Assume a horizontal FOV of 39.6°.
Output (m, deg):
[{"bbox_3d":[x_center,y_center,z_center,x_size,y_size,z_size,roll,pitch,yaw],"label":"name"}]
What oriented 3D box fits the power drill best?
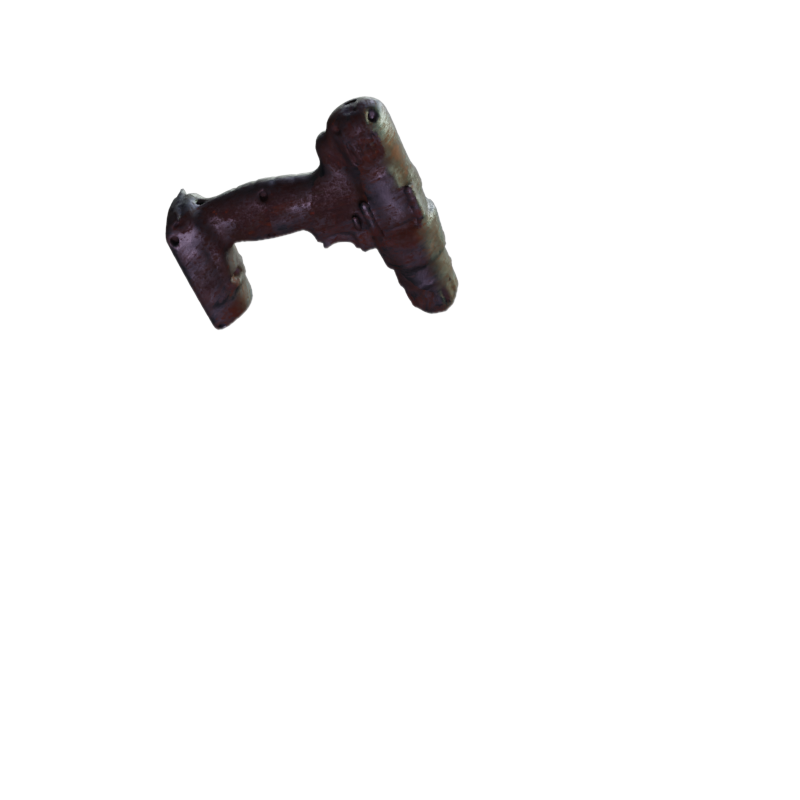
[{"bbox_3d":[-0.064,-0.117,0.823,0.188,0.172,0.061,-19,30,11],"label":"power drill"}]
